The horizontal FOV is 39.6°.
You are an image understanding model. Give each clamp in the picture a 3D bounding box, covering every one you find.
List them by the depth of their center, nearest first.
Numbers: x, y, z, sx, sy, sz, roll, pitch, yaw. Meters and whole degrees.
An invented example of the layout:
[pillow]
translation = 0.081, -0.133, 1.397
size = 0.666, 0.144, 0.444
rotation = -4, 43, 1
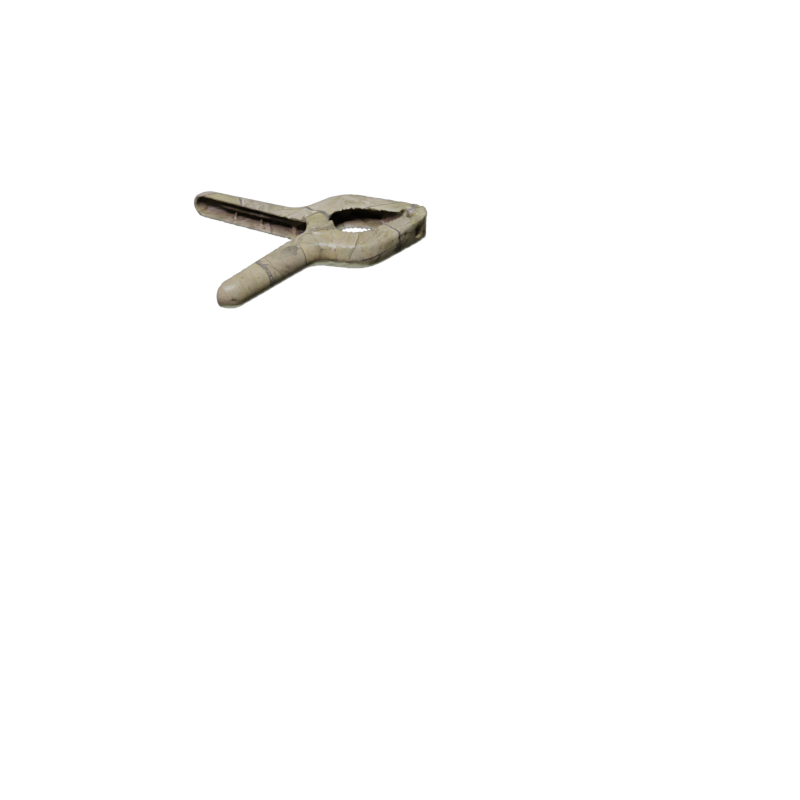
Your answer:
[clamp]
translation = -0.077, -0.140, 0.981
size = 0.209, 0.034, 0.177
rotation = -4, 40, -5
